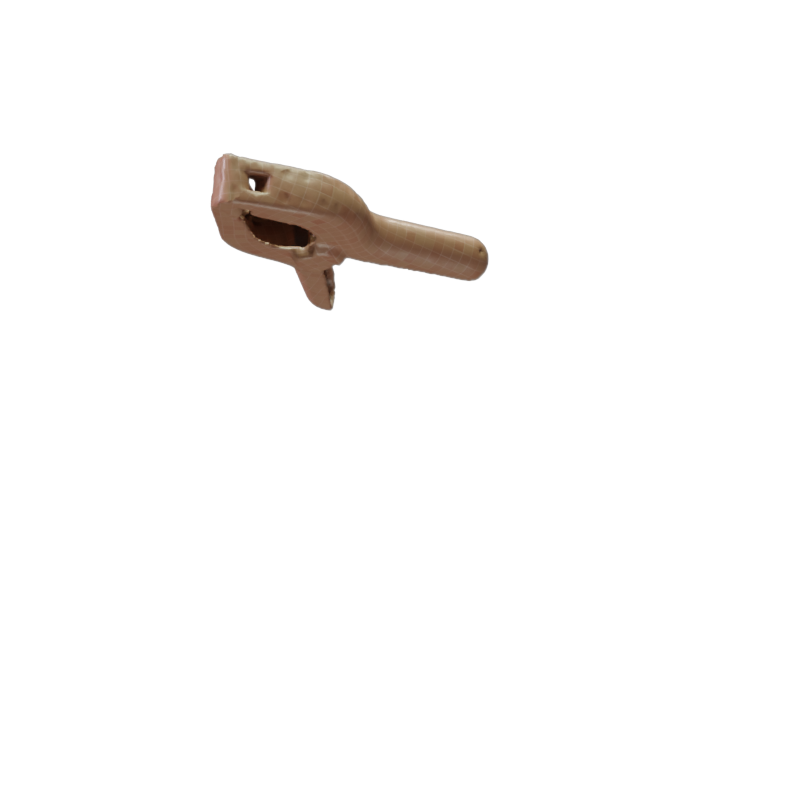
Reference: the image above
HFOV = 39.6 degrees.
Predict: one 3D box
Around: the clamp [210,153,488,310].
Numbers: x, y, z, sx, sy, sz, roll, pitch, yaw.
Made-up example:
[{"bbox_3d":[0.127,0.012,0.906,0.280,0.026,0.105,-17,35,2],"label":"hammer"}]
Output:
[{"bbox_3d":[-0.048,-0.087,0.607,0.121,0.041,0.161,-21,-30,41],"label":"clamp"}]
